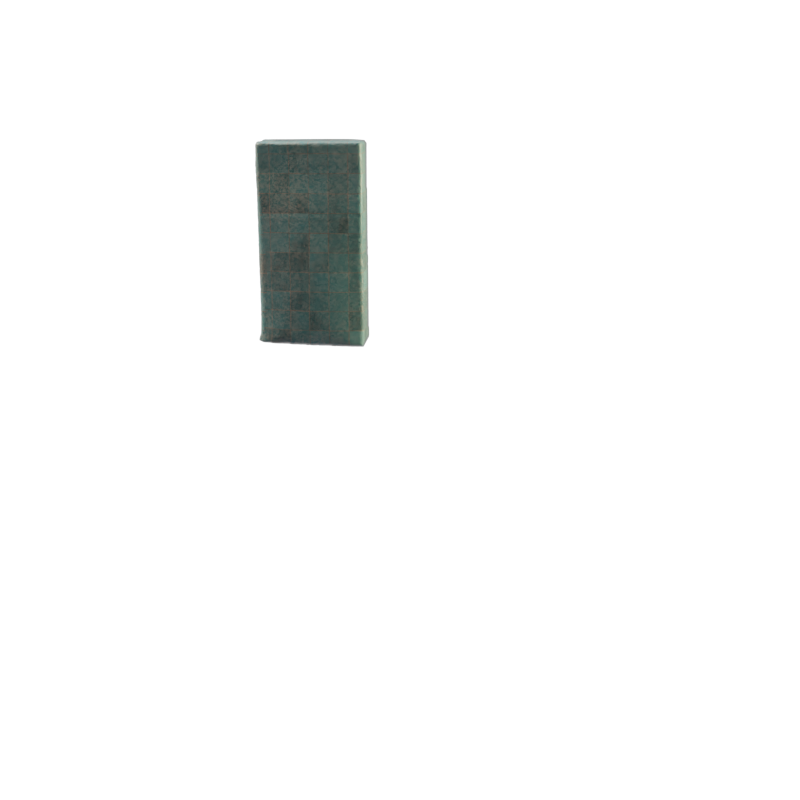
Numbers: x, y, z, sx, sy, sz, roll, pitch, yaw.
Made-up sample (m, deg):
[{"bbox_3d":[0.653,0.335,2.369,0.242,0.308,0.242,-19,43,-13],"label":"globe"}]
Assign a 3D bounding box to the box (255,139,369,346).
[{"bbox_3d":[-0.075,-0.137,0.958,0.095,0.173,0.048,2,8,9],"label":"box"}]
